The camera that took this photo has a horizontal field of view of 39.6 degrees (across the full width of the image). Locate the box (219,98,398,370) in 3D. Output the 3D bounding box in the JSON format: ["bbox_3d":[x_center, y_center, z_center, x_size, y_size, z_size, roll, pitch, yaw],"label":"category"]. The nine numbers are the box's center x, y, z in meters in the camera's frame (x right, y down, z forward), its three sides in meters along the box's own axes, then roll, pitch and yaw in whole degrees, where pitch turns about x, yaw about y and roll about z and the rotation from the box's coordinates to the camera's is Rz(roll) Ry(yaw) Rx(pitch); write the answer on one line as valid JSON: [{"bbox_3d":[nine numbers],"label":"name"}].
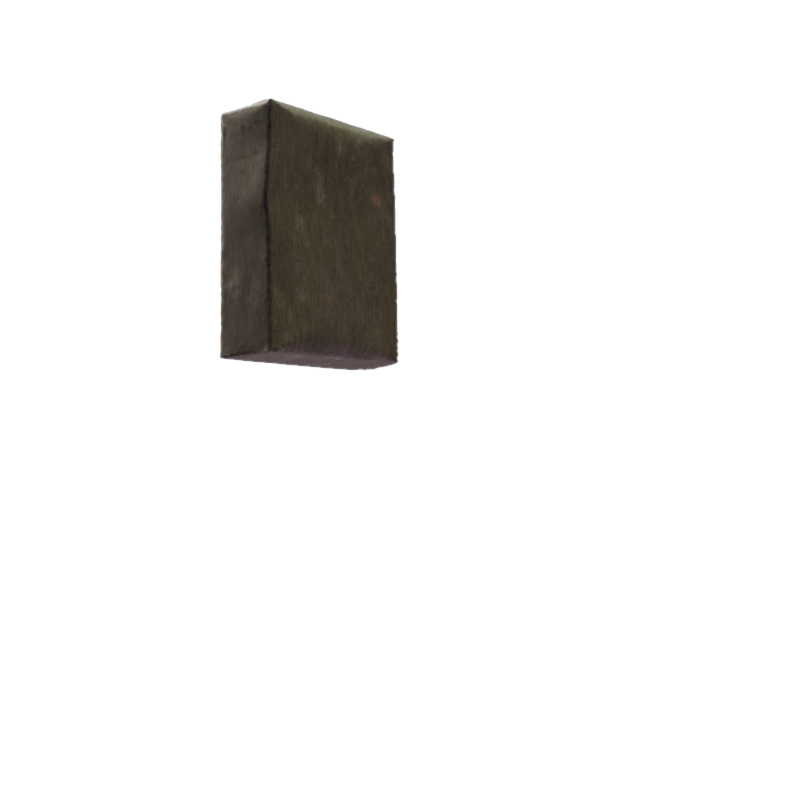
[{"bbox_3d":[-0.076,-0.138,0.967,0.074,0.220,0.156,-10,-13,41],"label":"box"}]
